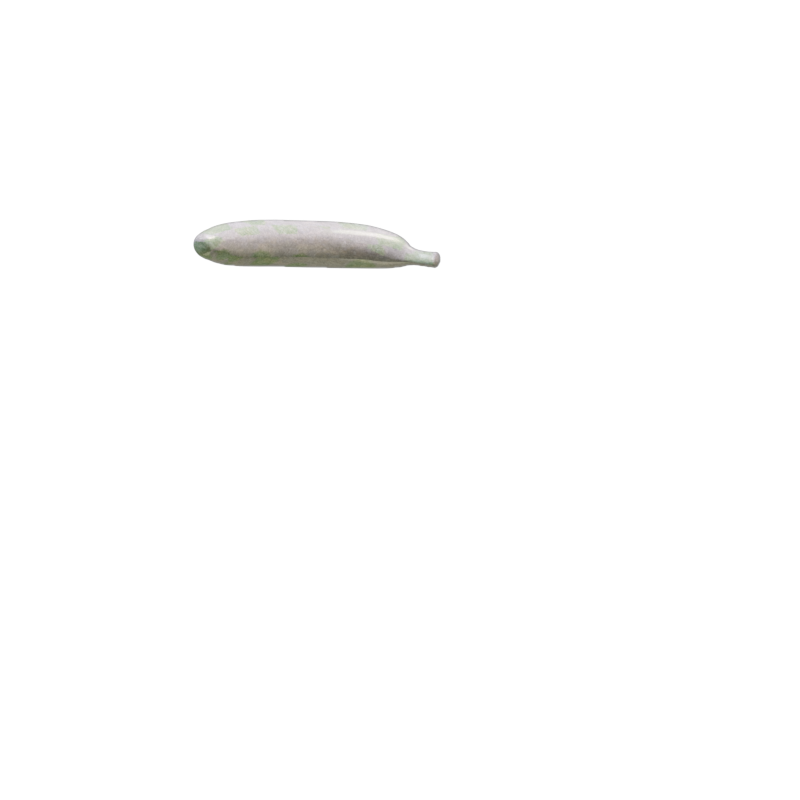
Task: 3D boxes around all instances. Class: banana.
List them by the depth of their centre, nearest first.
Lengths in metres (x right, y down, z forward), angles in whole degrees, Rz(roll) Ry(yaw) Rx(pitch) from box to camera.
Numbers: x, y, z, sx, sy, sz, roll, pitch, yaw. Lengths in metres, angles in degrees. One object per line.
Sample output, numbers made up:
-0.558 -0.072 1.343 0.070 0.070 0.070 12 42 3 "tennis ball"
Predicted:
-0.070 -0.119 0.841 0.192 0.037 0.072 -2 4 -26 "banana"
